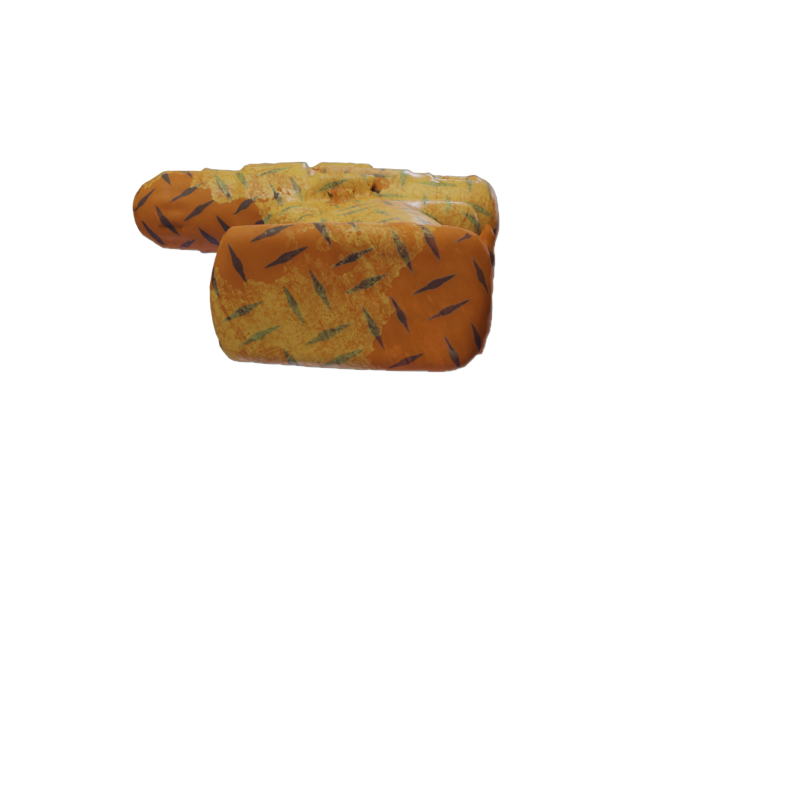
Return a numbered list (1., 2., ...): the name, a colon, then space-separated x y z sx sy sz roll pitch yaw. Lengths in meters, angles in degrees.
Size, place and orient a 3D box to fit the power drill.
1. power drill: -0.039 -0.071 0.495 0.184 0.055 0.196 0 21 -1
